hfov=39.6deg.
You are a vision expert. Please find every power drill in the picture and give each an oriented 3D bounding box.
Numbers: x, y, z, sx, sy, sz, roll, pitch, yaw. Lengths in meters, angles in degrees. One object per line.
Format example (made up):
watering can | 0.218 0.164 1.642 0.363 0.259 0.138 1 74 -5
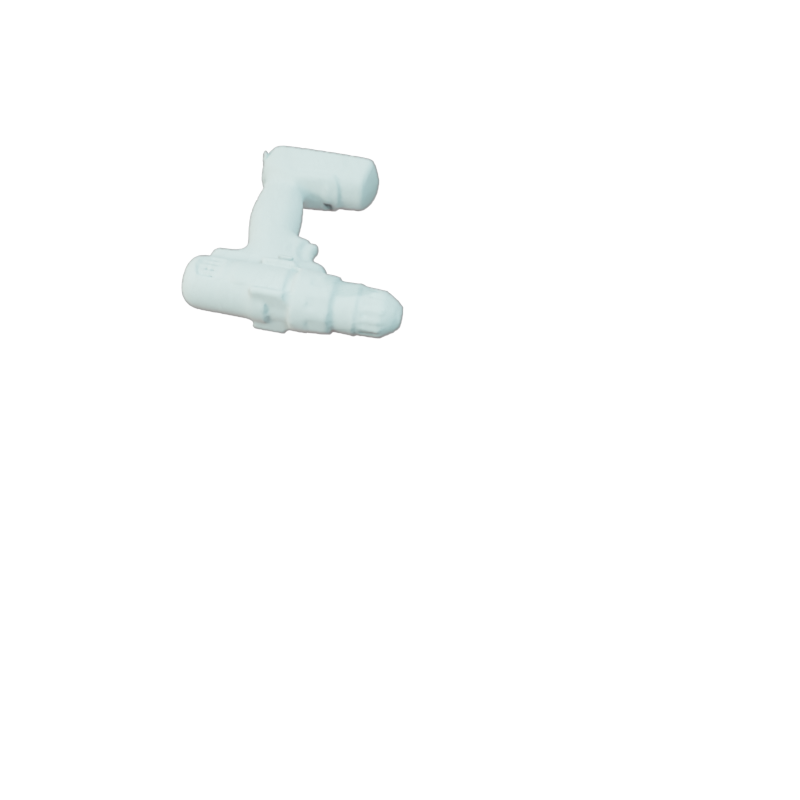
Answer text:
power drill | -0.074 -0.136 0.949 0.188 0.198 0.053 10 -42 9
